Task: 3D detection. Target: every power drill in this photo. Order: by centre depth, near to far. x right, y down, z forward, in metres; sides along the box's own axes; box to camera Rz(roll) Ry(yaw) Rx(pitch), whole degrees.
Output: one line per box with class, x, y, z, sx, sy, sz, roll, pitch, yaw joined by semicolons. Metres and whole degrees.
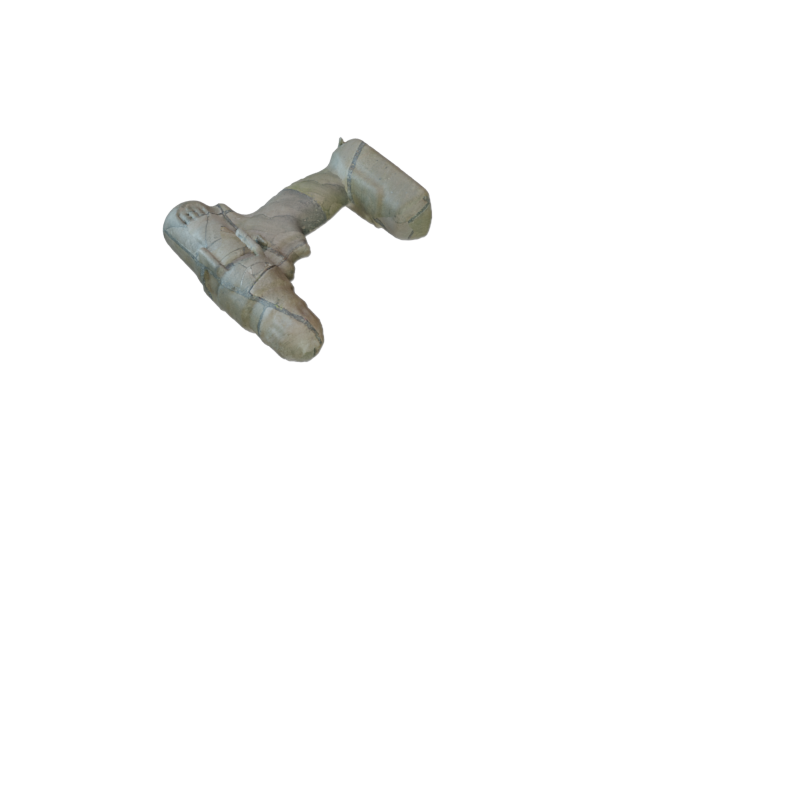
power drill;-0.068;-0.125;0.872;0.187;0.053;0.198;-30;54;-25
